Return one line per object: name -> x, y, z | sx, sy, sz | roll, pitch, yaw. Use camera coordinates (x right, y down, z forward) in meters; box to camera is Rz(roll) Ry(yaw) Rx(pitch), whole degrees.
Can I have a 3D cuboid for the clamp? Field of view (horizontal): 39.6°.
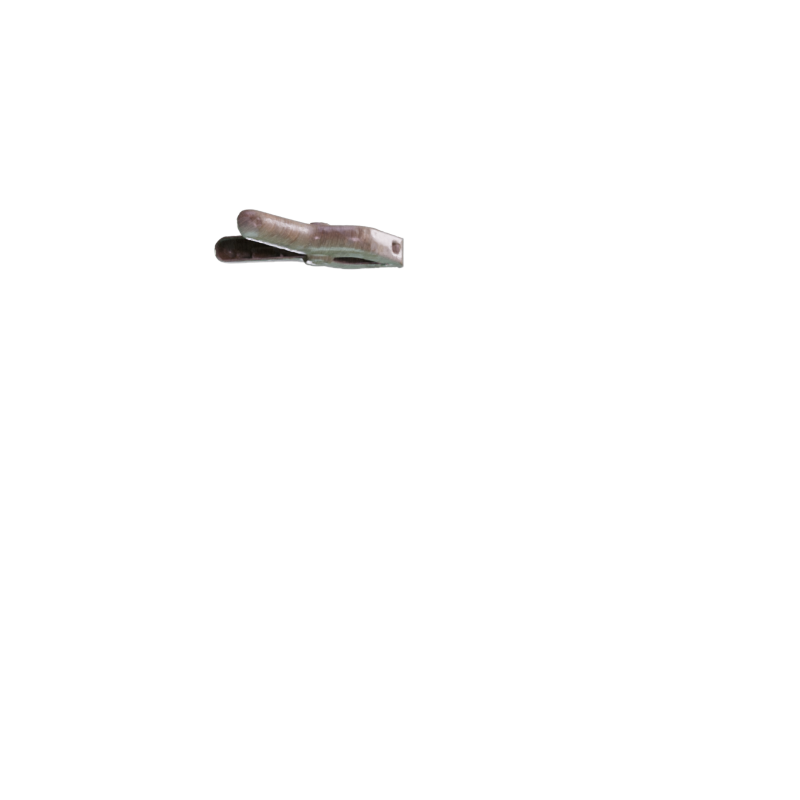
clamp -> -0.076, -0.139, 0.975 | 0.170, 0.040, 0.120 | 0, -1, -8
